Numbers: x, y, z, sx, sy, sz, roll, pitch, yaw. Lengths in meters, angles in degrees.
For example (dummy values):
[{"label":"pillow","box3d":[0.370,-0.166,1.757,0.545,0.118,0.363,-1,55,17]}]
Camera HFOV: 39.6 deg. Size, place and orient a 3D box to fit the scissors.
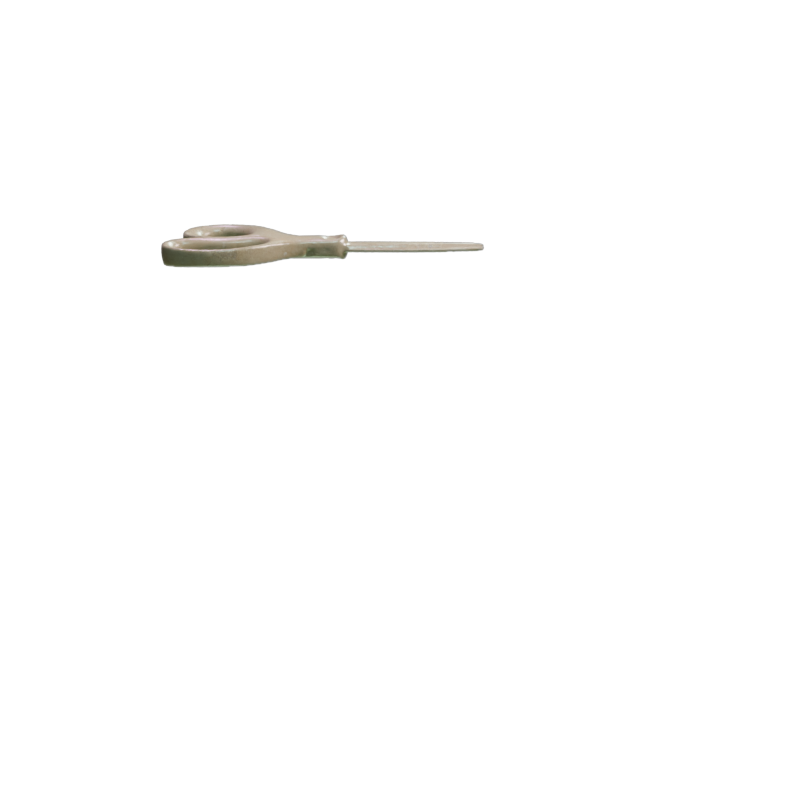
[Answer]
[{"label":"scissors","box3d":[-0.057,-0.104,0.727,0.198,0.015,0.101,-5,19,-15]}]
